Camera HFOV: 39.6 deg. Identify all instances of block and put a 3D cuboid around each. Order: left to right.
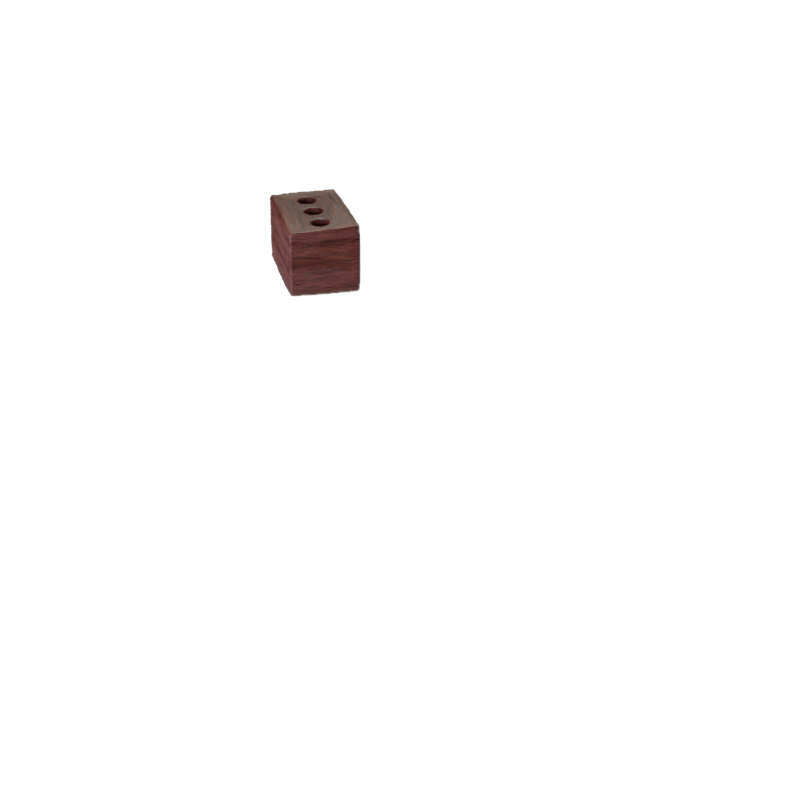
[{"bbox_3d":[-0.064,-0.117,0.823,0.052,0.048,0.084,-7,30,-15],"label":"block"}]
